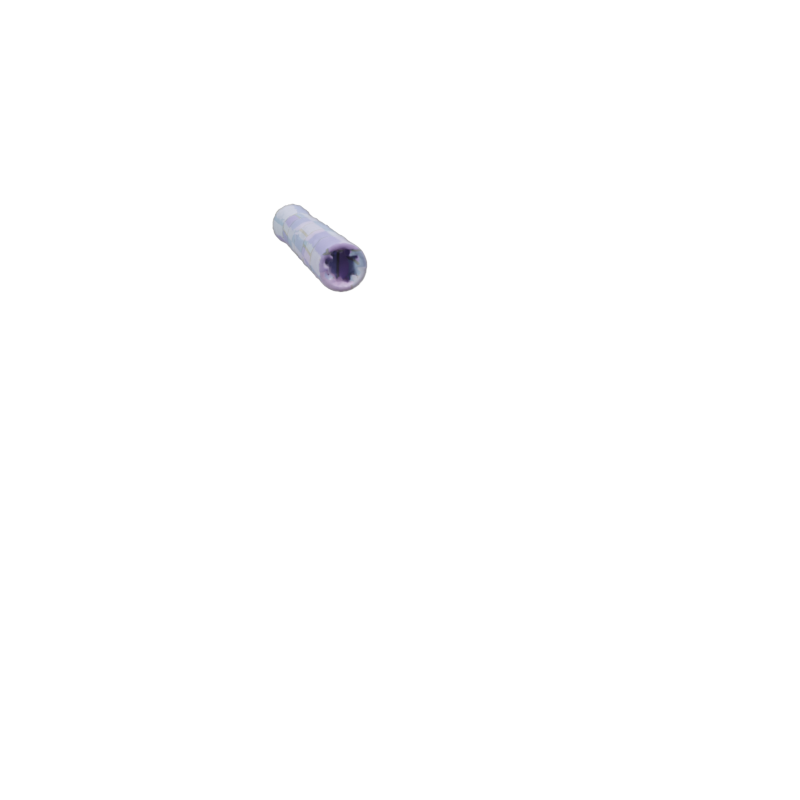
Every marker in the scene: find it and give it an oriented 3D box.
[{"bbox_3d":[-0.036,-0.066,0.462,0.019,0.019,0.126,-1,16,-14],"label":"marker"}]
